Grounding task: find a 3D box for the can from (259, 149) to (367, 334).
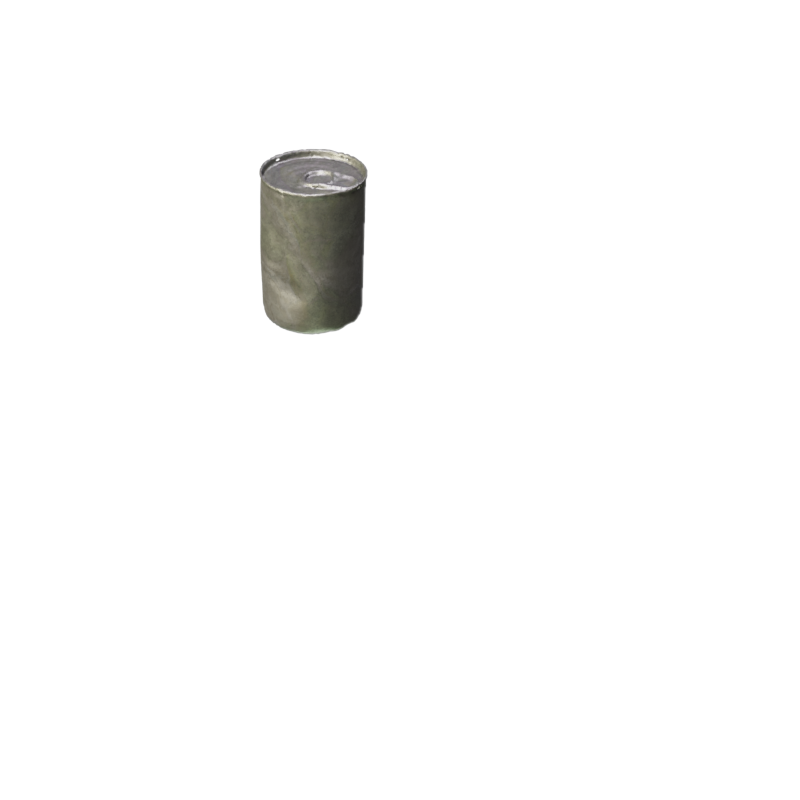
[{"bbox_3d":[-0.056,-0.102,0.718,0.068,0.096,0.073,0,32,-3],"label":"can"}]
